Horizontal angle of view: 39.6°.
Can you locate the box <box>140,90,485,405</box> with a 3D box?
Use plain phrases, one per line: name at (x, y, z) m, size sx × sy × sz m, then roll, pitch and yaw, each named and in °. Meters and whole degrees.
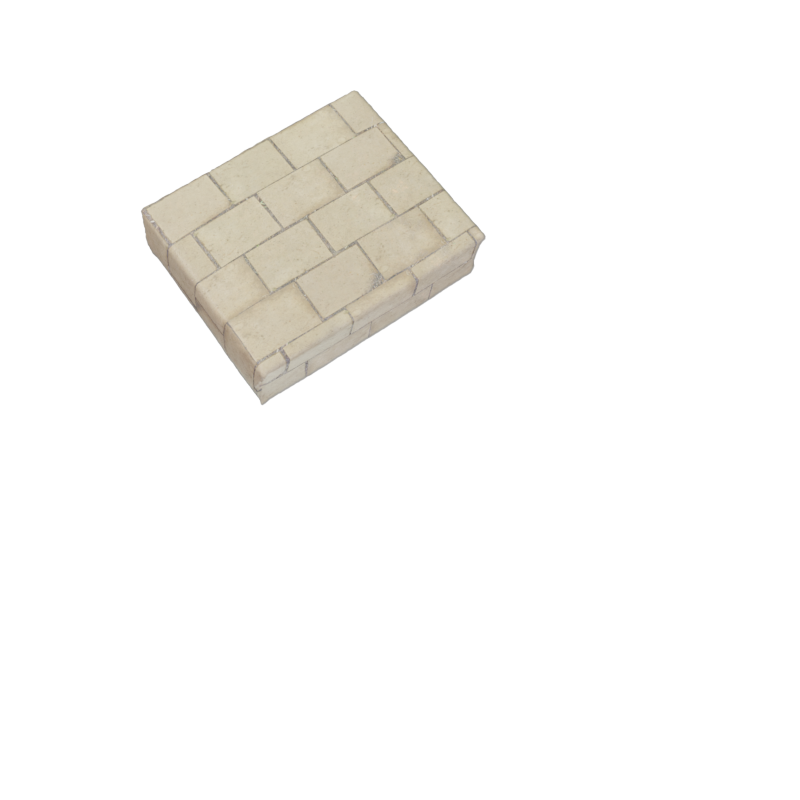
box at (-0.036, -0.066, 0.463) m, size 0.114 × 0.095 × 0.037 m, roll -34°, pitch -21°, yaw -16°
